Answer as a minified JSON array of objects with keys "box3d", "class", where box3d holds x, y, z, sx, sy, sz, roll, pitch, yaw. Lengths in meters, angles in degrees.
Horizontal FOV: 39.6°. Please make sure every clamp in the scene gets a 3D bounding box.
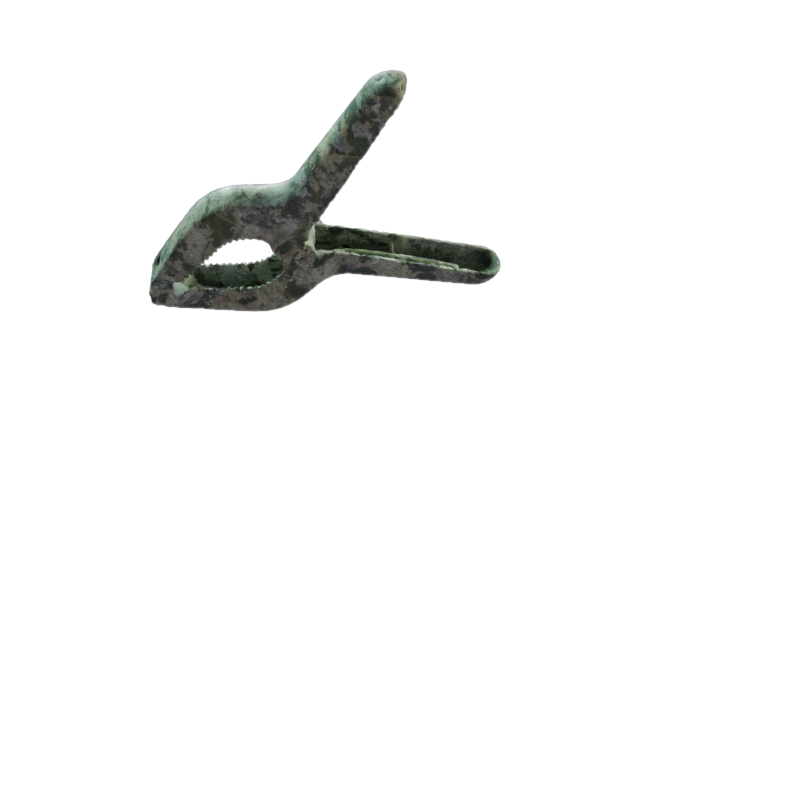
[{"box3d":[-0.052,-0.095,0.667,0.211,0.039,0.152,-22,-47,22],"class":"clamp"}]
